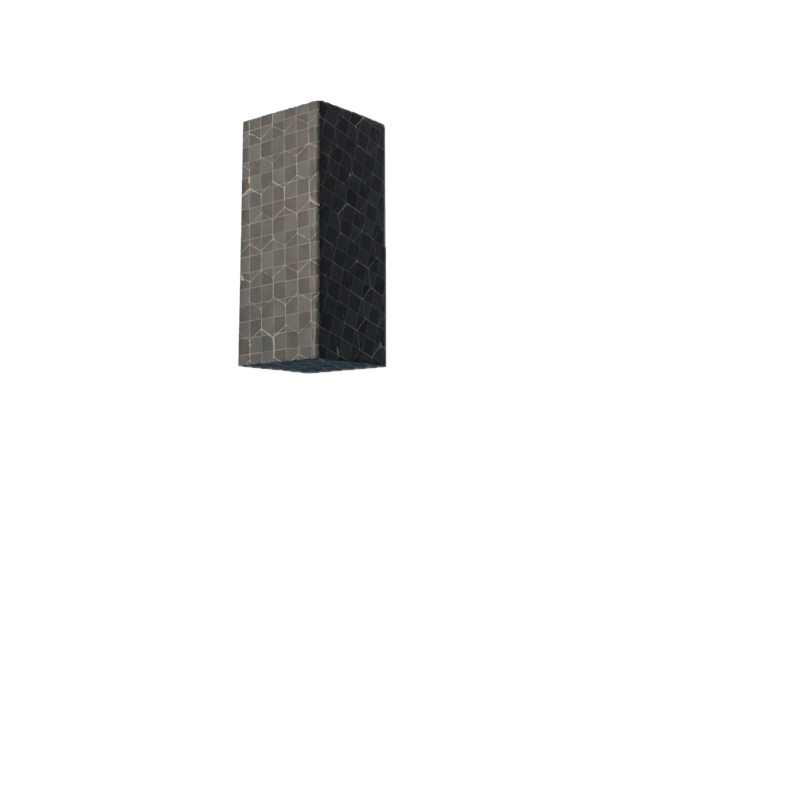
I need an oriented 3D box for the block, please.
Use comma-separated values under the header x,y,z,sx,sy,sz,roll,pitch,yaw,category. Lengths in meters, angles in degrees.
x,y,z,sx,sy,sz,roll,pitch,yaw,category
-0.071,-0.131,0.916,0.093,0.212,0.085,-9,-14,38,block
